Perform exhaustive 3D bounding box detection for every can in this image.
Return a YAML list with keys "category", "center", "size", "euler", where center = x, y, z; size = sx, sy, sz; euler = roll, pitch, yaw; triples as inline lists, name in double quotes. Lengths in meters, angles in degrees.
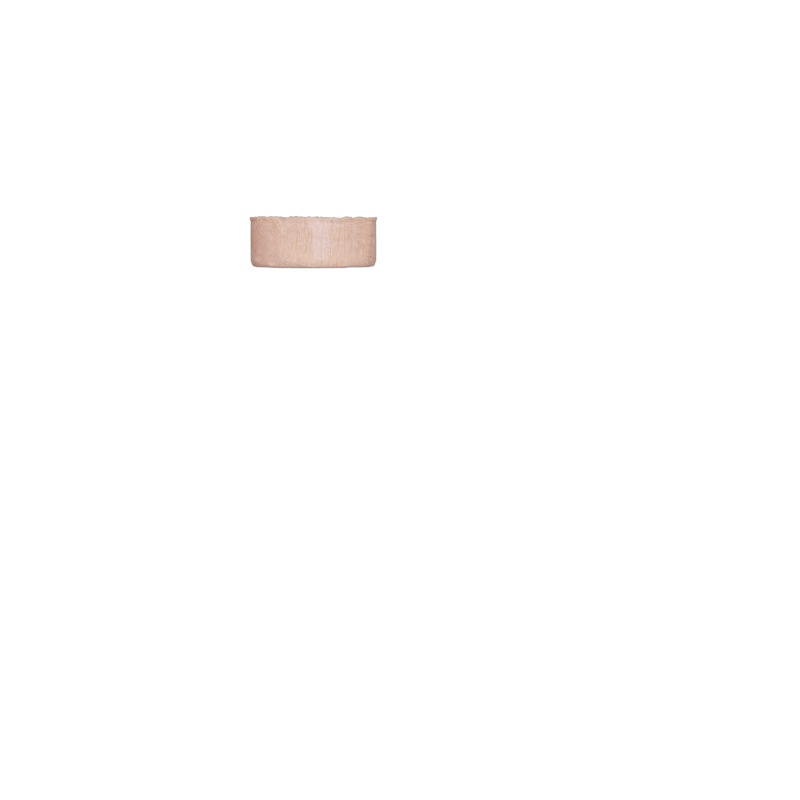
- category: "can"
  center: [-0.058, -0.106, 0.744]
  size: [0.086, 0.033, 0.087]
  euler: [0, 7, -2]
